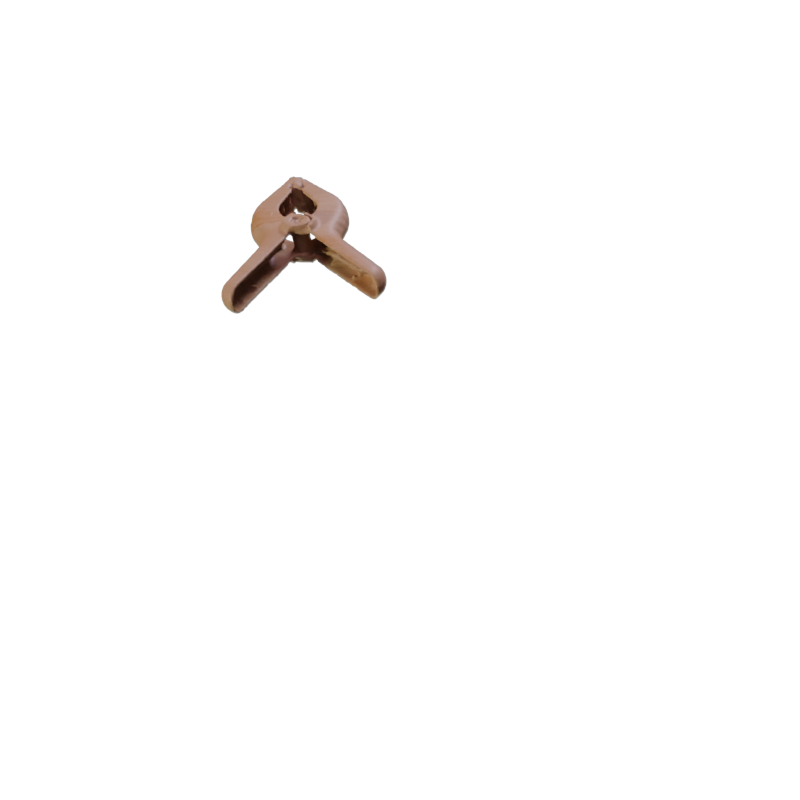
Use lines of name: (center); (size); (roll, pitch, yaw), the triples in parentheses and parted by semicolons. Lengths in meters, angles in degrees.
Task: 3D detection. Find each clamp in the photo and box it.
clamp: (-0.068, -0.124, 0.868); (0.121, 0.037, 0.183); (2, 40, 3)
